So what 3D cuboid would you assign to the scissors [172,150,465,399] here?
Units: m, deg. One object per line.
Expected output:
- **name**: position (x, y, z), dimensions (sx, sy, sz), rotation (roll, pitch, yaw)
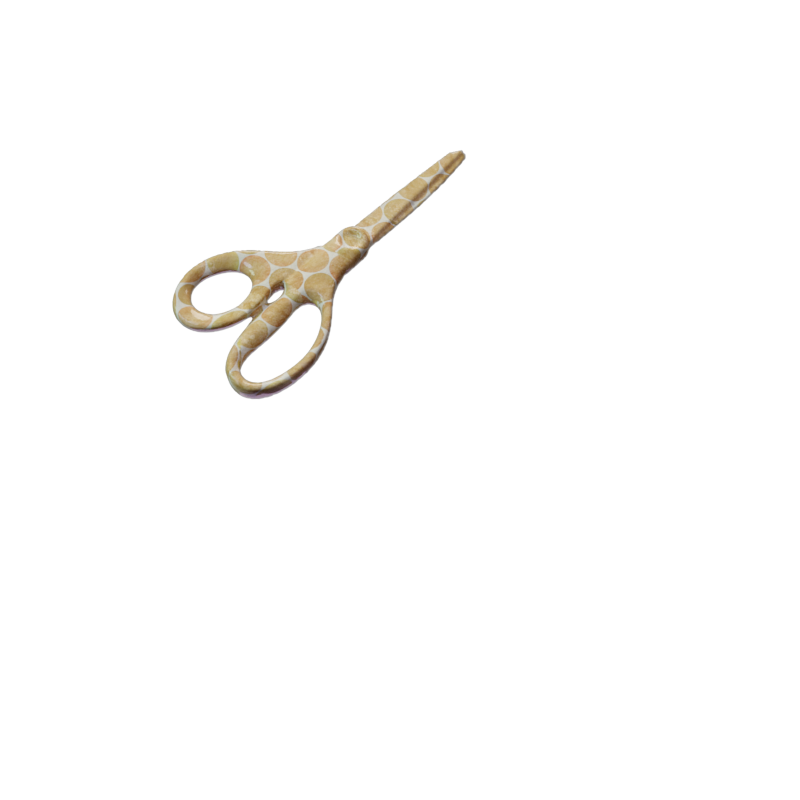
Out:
- **scissors**: position (-0.048, -0.088, 0.616), dimensions (0.099, 0.209, 0.015), rotation (22, -32, 15)
